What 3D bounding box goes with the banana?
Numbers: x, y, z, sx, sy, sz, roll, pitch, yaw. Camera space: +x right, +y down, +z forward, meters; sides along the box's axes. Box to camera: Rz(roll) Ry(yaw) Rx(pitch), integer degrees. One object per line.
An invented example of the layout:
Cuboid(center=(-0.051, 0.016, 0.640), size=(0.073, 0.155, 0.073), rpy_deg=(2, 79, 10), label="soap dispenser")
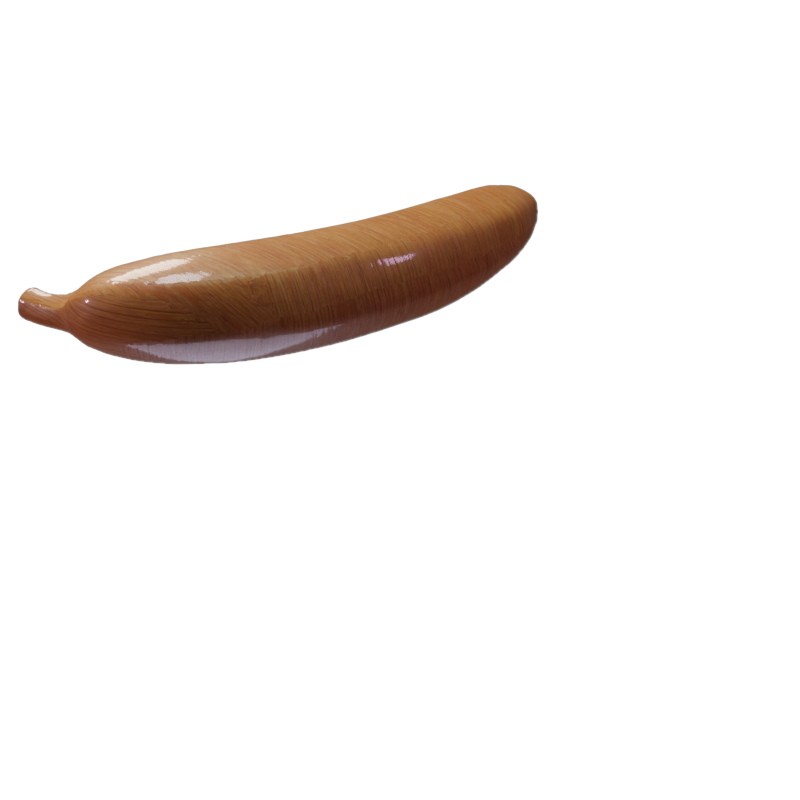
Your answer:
Cuboid(center=(-0.026, -0.046, 0.377), size=(0.195, 0.035, 0.075), rpy_deg=(-13, 34, -19), label="banana")
